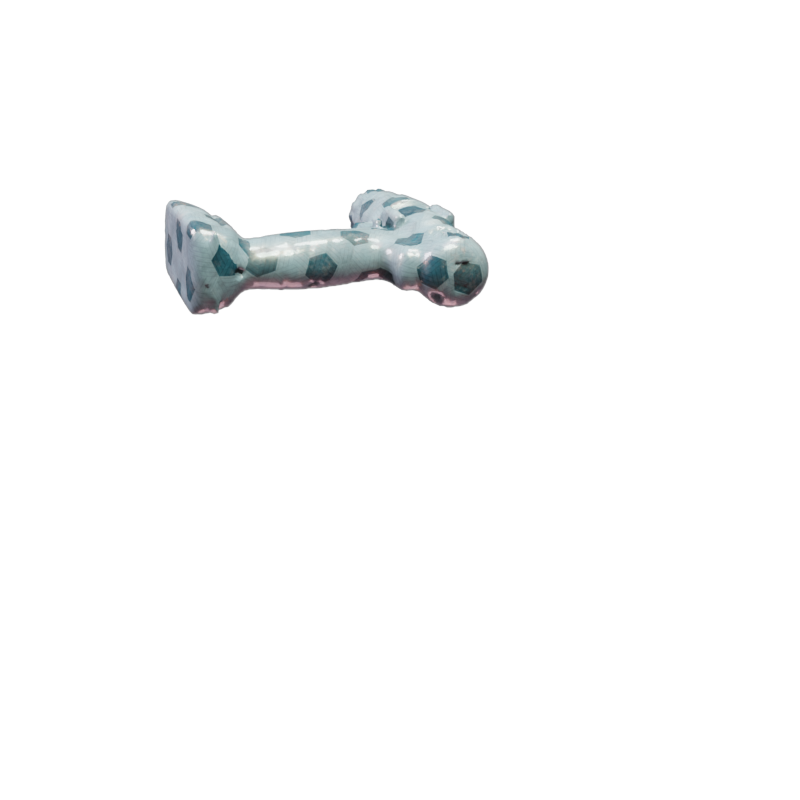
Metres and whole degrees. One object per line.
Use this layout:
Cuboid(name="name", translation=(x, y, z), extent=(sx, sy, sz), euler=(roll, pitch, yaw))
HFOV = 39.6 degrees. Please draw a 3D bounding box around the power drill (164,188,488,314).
Cuboid(name="power drill", translation=(-0.057, -0.104, 0.730), extent=(0.184, 0.055, 0.195), euler=(-6, 21, -17))
